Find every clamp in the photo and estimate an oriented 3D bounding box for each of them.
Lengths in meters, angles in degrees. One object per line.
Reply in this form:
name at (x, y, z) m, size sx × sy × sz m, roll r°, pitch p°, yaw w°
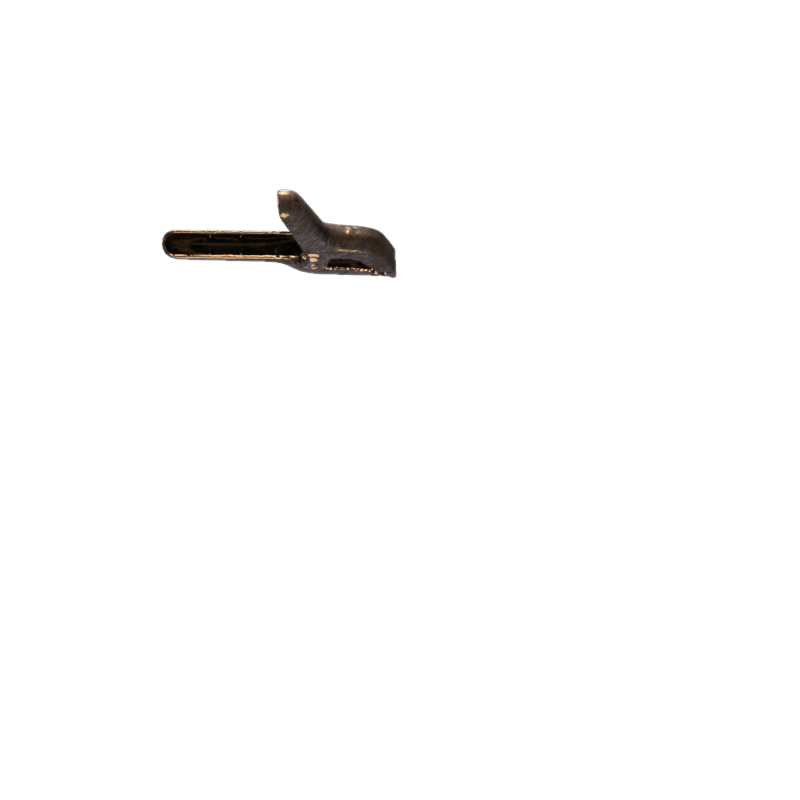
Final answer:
clamp at (-0.074, -0.134, 0.940) m, size 0.200 × 0.037 × 0.168 m, roll 5°, pitch -9°, yaw -37°
